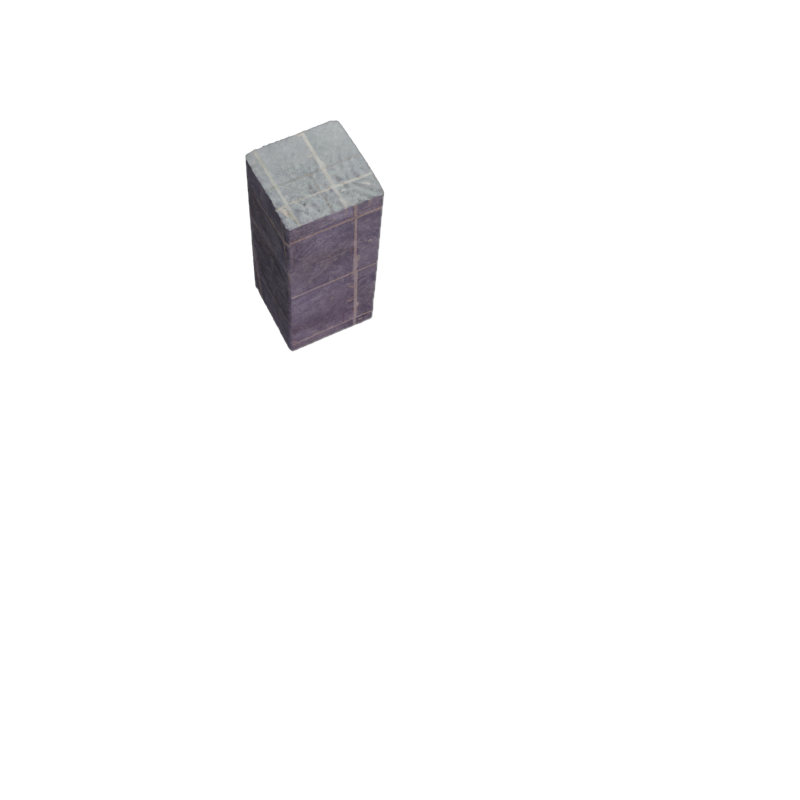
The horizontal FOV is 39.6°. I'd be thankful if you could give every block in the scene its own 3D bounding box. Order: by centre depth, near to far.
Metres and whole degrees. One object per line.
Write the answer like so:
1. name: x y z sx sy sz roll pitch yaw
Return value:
1. block: -0.078 -0.143 1.000 0.090 0.096 0.194 -23 -24 -15
